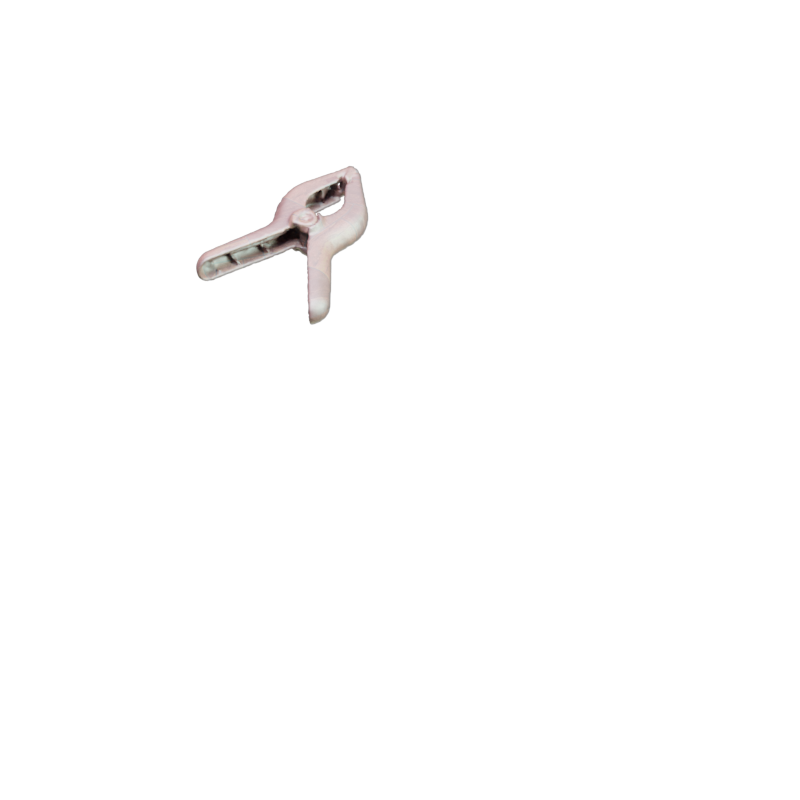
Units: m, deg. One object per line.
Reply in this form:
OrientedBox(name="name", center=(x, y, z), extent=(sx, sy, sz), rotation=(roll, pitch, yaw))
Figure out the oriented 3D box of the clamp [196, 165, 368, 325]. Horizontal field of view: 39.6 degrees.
OrientedBox(name="clamp", center=(-0.072, -0.131, 0.921), extent=(0.126, 0.175, 0.037), rotation=(31, -32, 22))
